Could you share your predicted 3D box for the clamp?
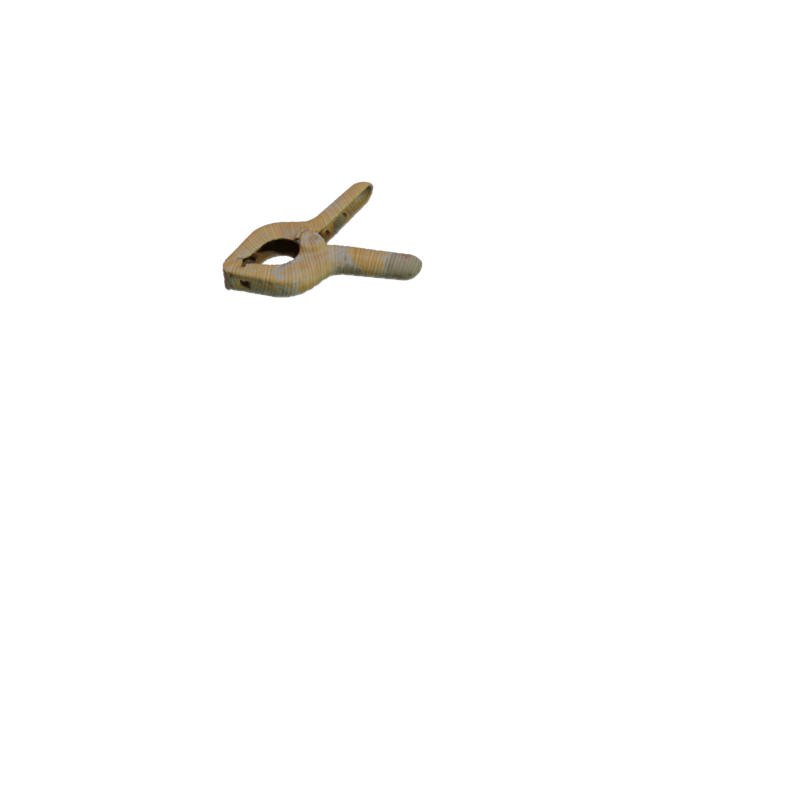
[{"bbox_3d":[-0.077,-0.141,0.989,0.170,0.036,0.130,-10,45,-10],"label":"clamp"}]
